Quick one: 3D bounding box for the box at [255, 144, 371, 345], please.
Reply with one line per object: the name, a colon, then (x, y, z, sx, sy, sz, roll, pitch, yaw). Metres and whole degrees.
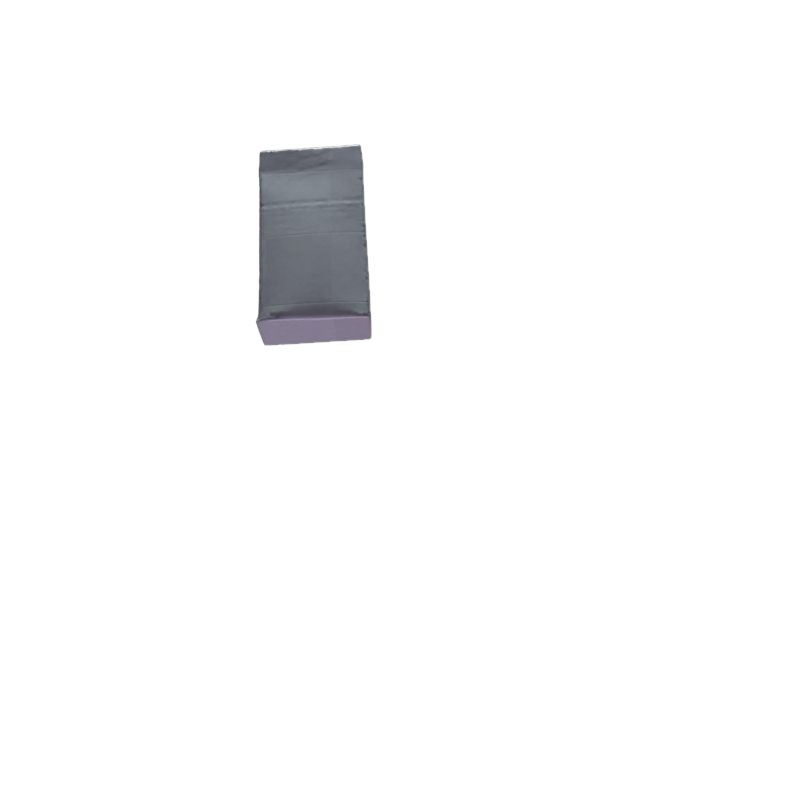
box: (-0.074, -0.135, 0.947, 0.094, 0.188, 0.045, -4, -33, 3)
